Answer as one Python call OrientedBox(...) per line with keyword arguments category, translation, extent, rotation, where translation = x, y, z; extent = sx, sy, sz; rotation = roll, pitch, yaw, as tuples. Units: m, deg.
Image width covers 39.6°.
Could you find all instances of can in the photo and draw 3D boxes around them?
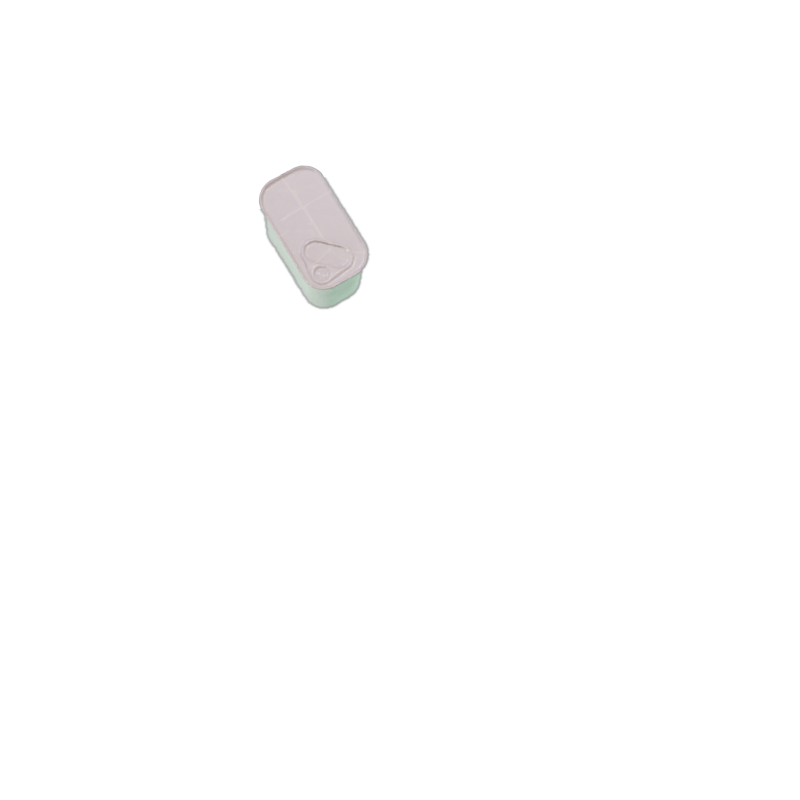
OrientedBox(category="can", translation=(-0.071, -0.130, 0.914), extent=(0.057, 0.106, 0.081), rotation=(-30, -11, -9))
